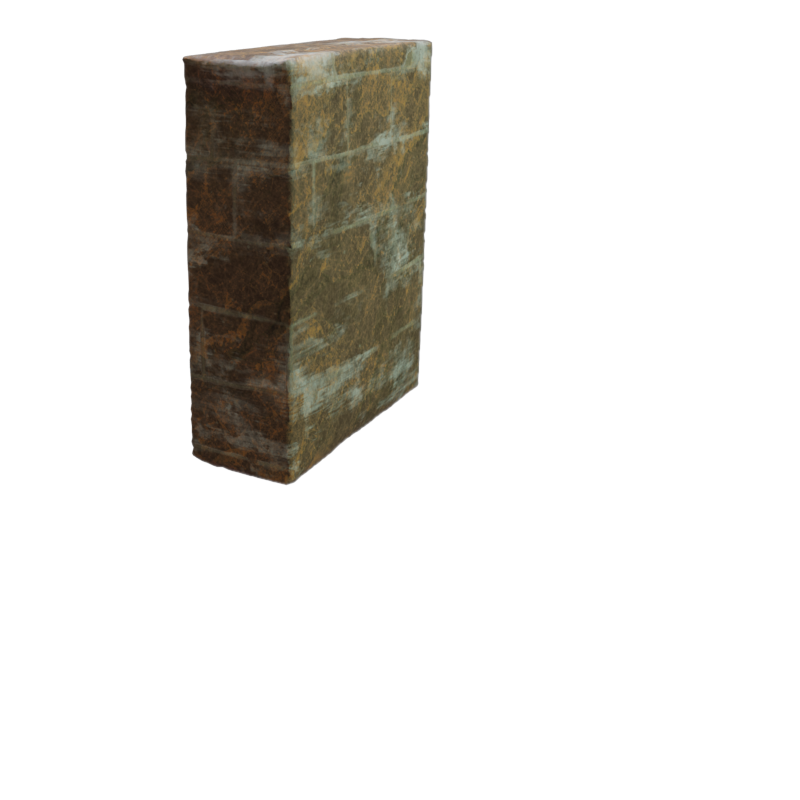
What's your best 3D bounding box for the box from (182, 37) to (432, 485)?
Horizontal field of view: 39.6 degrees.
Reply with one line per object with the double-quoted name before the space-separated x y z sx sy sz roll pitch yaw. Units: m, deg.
"box" -0.048 -0.087 0.610 0.075 0.206 0.164 8 18 25
